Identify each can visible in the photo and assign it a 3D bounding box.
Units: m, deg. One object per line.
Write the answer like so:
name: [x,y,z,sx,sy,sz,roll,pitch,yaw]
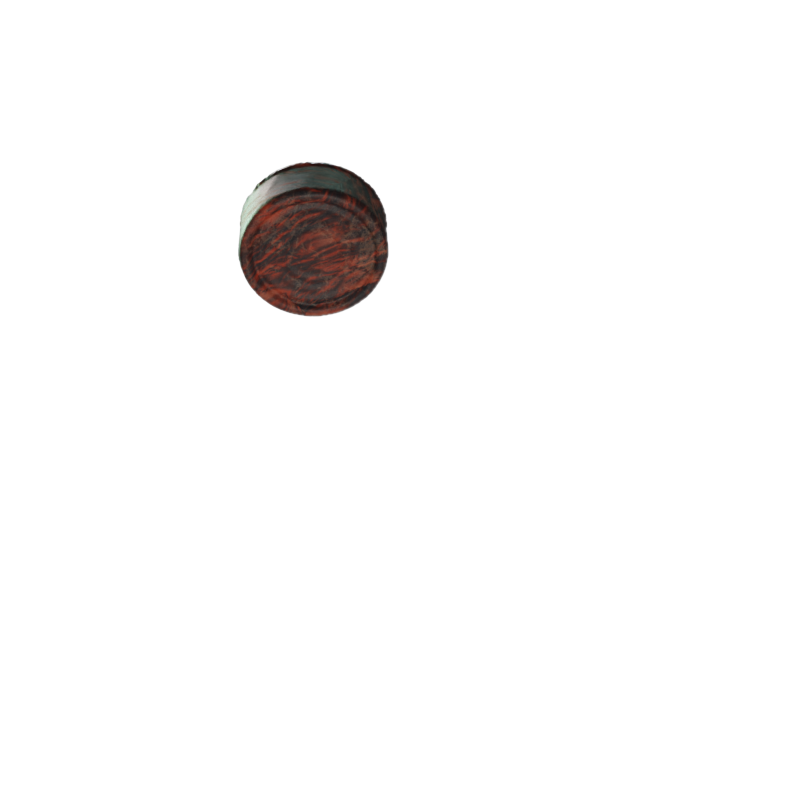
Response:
can: [-0.050,-0.090,0.633,0.086,0.080,0.036,1,35,-1]
